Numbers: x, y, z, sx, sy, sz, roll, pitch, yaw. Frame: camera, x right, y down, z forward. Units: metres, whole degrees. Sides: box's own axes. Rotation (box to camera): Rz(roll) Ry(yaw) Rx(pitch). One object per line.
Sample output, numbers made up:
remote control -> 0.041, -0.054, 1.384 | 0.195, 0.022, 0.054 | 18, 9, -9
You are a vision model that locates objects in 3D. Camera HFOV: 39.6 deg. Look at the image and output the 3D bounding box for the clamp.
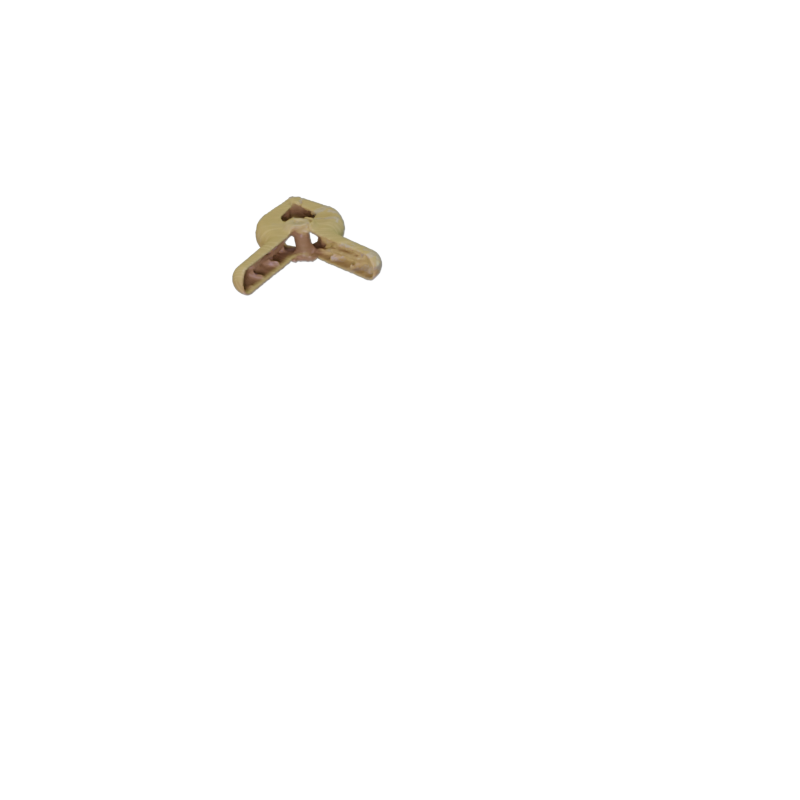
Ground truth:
clamp -> -0.075, -0.136, 0.955 | 0.120, 0.037, 0.181 | 1, 31, 1
